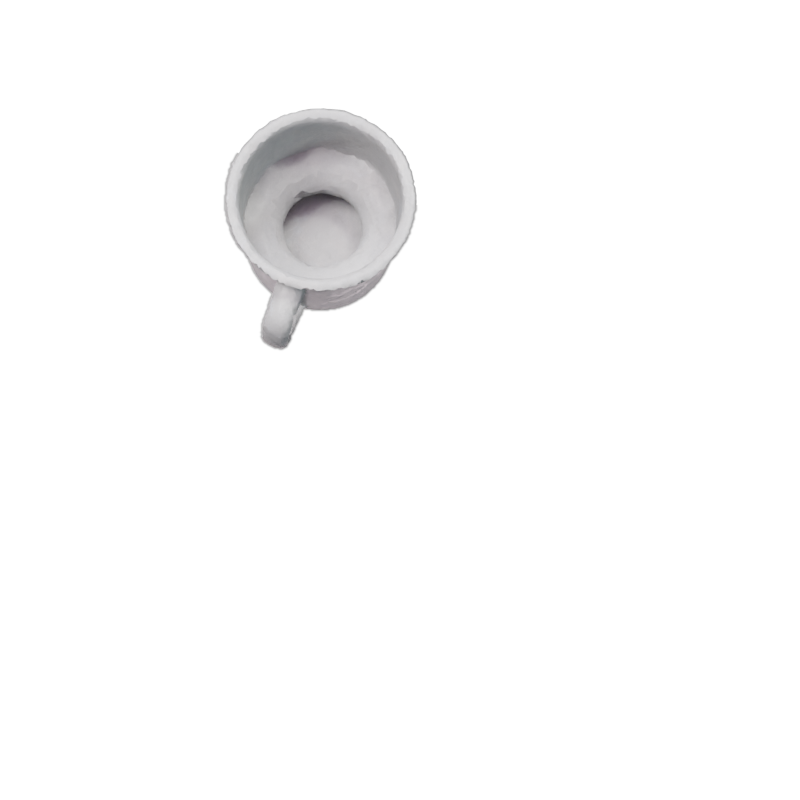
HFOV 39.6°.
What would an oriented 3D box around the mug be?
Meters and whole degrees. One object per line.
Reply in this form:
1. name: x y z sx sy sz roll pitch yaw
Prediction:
1. mug: -0.045 -0.082 0.572 0.094 0.120 0.079 16 -13 2
